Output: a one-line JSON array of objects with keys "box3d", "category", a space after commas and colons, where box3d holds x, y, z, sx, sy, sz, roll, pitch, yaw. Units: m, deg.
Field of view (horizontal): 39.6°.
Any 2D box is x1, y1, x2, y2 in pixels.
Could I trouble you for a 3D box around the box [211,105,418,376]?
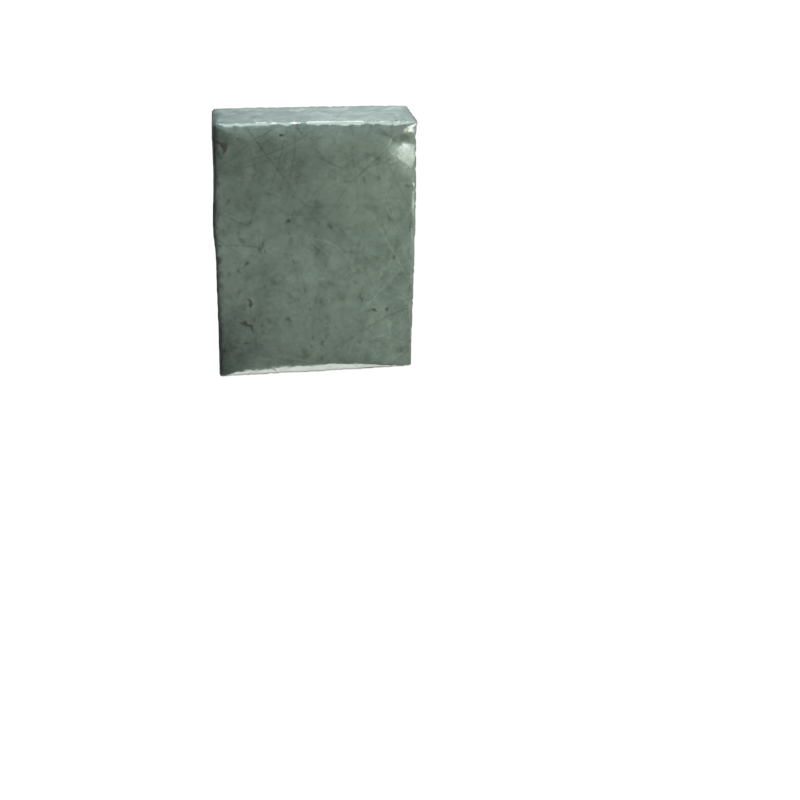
[{"box3d": [-0.072, -0.130, 0.914, 0.163, 0.205, 0.076, -1, 20, -6], "category": "box"}]
